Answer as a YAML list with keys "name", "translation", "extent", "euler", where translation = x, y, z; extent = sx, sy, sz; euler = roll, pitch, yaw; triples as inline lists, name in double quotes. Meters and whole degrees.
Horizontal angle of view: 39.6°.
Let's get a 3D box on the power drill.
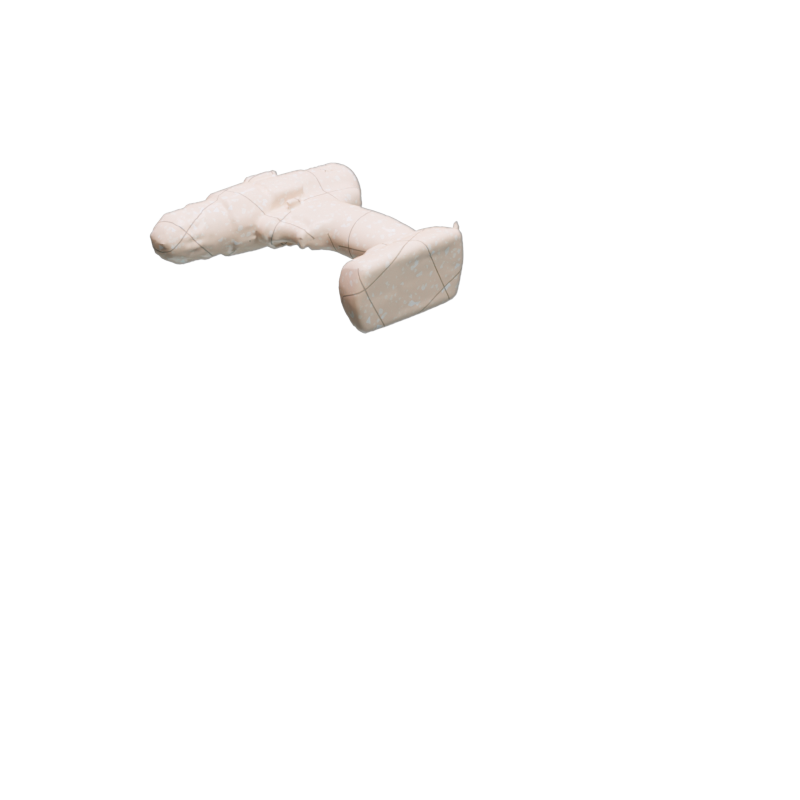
- name: "power drill"
  translation: [-0.063, -0.115, 0.805]
  extent: [0.183, 0.054, 0.201]
  euler: [-25, 40, -33]
